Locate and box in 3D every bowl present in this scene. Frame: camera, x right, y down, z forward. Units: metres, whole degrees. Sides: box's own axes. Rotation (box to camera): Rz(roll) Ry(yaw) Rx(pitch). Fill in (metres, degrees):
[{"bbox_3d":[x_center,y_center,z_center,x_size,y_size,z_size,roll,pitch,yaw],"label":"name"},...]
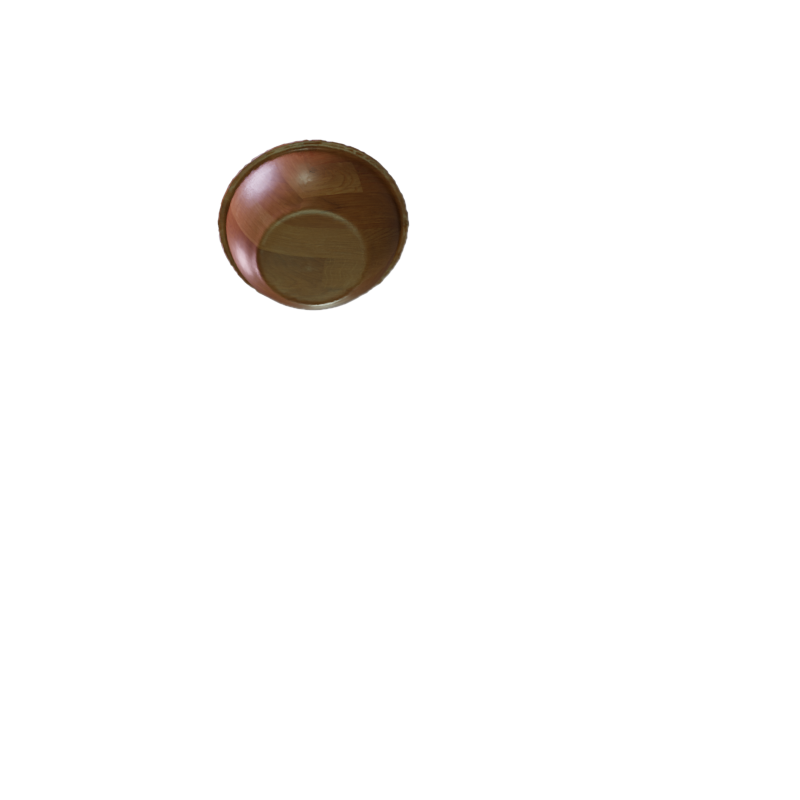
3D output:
[{"bbox_3d":[-0.072,-0.131,0.916,0.162,0.152,0.059,1,33,-1],"label":"bowl"}]
